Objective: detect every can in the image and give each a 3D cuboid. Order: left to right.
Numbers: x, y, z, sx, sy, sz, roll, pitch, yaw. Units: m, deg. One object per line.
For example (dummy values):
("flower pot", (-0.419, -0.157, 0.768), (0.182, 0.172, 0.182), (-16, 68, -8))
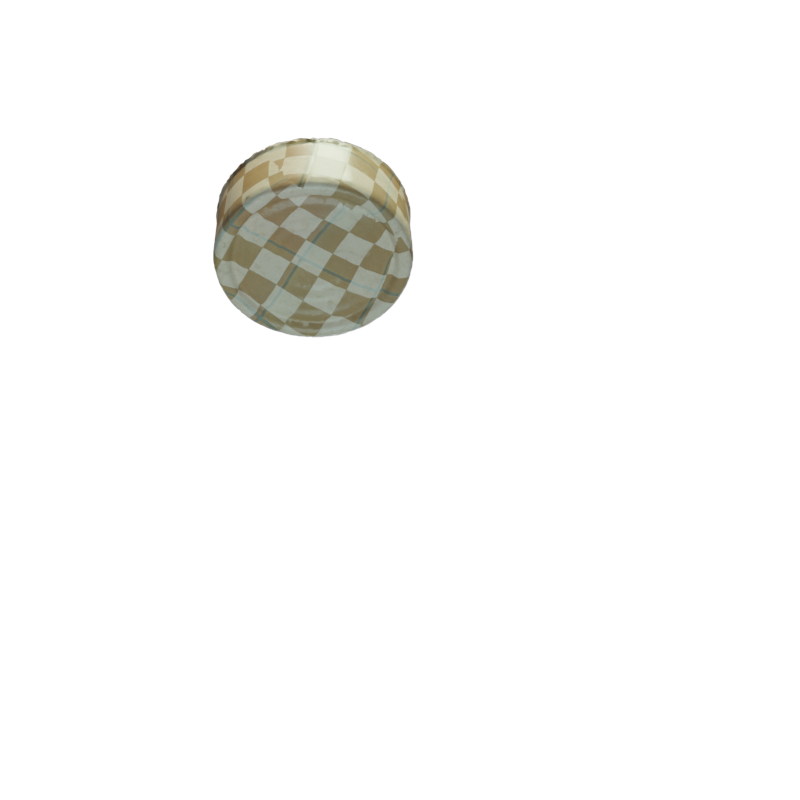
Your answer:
("can", (-0.037, -0.068, 0.477), (0.086, 0.080, 0.036), (1, 41, -1))
